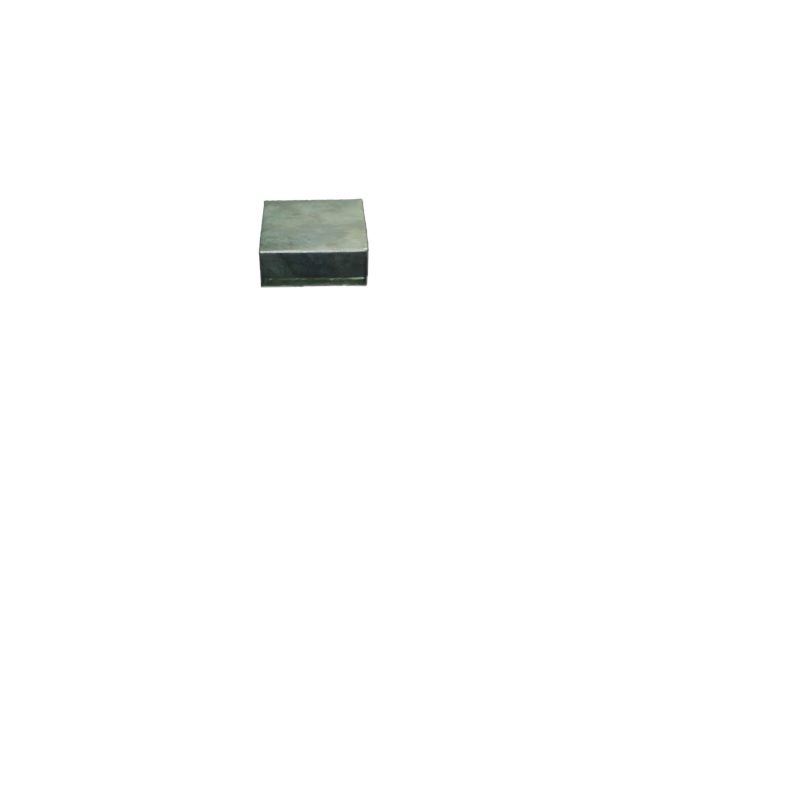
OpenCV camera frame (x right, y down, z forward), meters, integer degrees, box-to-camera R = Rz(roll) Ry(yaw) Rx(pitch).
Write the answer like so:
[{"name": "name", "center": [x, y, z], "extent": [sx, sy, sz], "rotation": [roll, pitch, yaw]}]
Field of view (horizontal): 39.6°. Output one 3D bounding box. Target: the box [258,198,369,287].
[{"name": "box", "center": [-0.074, -0.136, 0.950], "extent": [0.090, 0.037, 0.120], "rotation": [-1, 29, -3]}]
